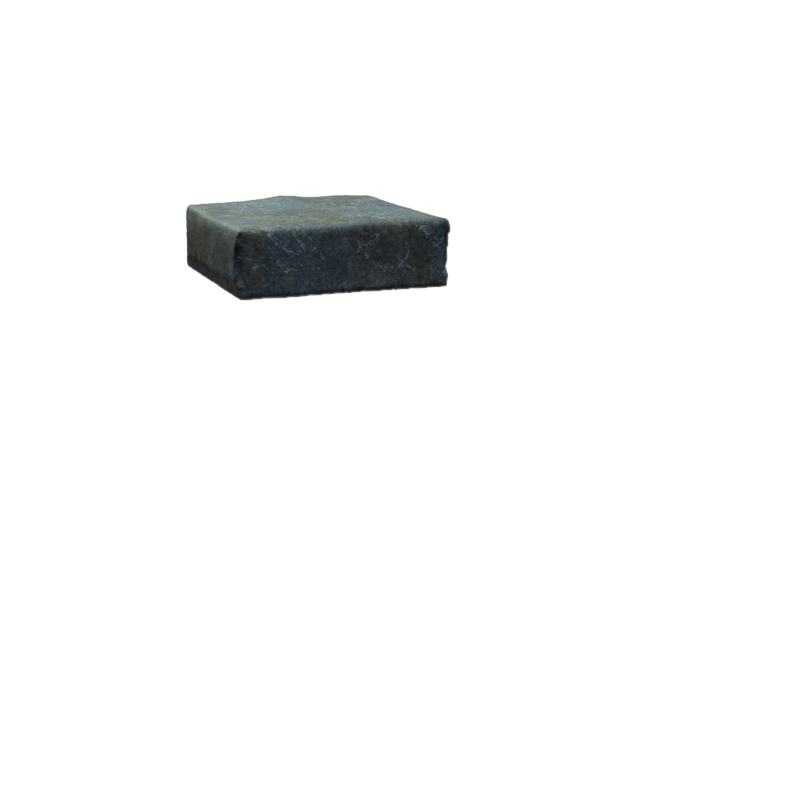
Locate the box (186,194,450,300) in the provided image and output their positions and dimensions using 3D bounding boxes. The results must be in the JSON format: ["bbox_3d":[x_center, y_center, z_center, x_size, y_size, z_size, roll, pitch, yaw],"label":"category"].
[{"bbox_3d":[-0.035,-0.064,0.451,0.087,0.029,0.077,-7,18,-22],"label":"box"}]
